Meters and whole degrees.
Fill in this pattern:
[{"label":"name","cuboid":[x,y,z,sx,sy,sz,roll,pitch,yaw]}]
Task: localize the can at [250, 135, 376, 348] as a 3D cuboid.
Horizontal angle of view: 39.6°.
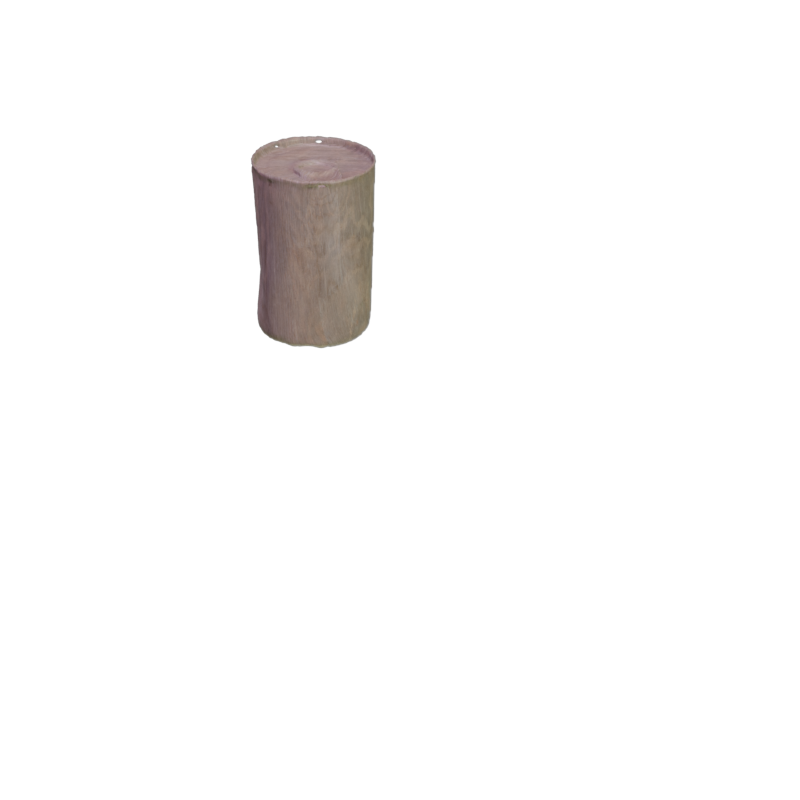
[{"label":"can","cuboid":[-0.049,-0.089,0.623,0.068,0.096,0.073,0,29,-2]}]
